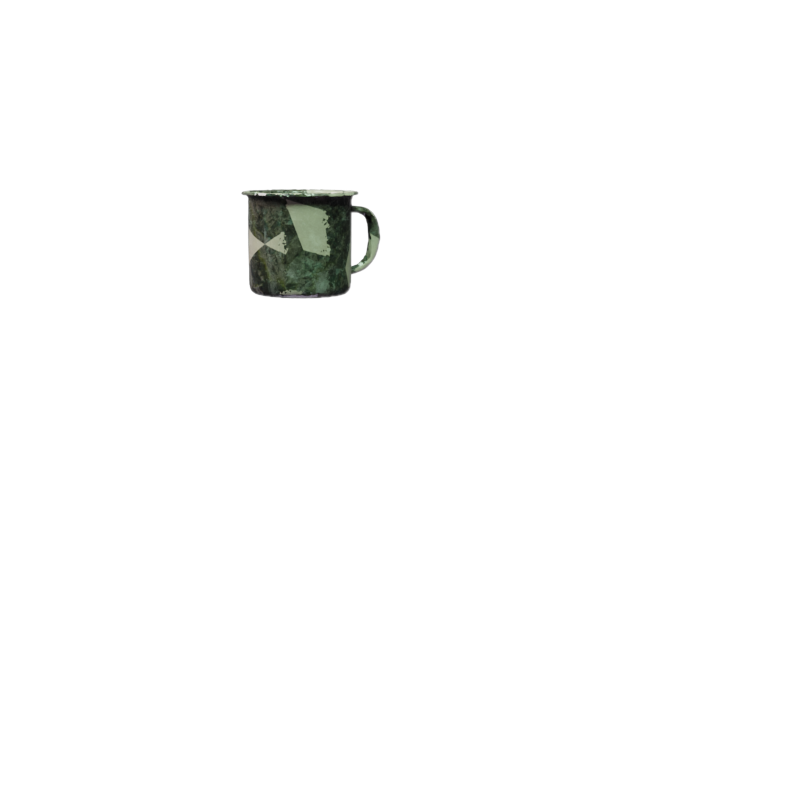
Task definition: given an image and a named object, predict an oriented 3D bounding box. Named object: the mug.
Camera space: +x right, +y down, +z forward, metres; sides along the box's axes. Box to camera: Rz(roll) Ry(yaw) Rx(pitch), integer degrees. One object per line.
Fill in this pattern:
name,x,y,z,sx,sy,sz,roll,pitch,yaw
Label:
mug,-0.070,-0.127,0.888,0.114,0.080,0.098,-6,11,-29
